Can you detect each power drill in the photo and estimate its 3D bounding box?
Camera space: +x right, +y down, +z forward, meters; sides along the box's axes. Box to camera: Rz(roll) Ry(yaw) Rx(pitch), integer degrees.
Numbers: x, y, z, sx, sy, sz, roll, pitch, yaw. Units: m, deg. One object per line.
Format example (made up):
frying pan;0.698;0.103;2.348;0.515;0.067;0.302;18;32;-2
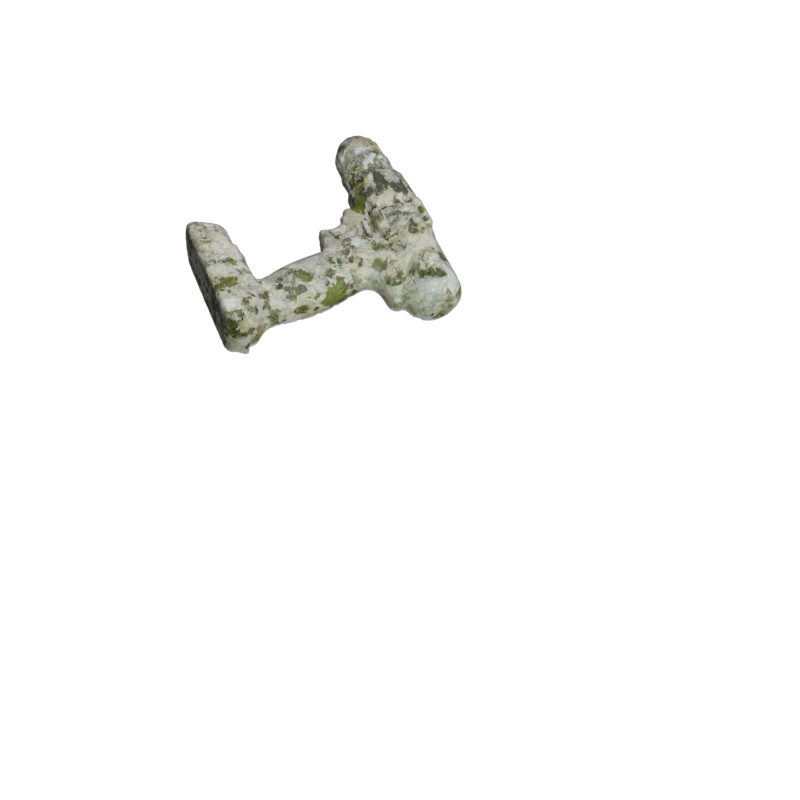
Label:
power drill;-0.068;-0.123;0.863;0.186;0.199;0.053;-18;-35;-14
